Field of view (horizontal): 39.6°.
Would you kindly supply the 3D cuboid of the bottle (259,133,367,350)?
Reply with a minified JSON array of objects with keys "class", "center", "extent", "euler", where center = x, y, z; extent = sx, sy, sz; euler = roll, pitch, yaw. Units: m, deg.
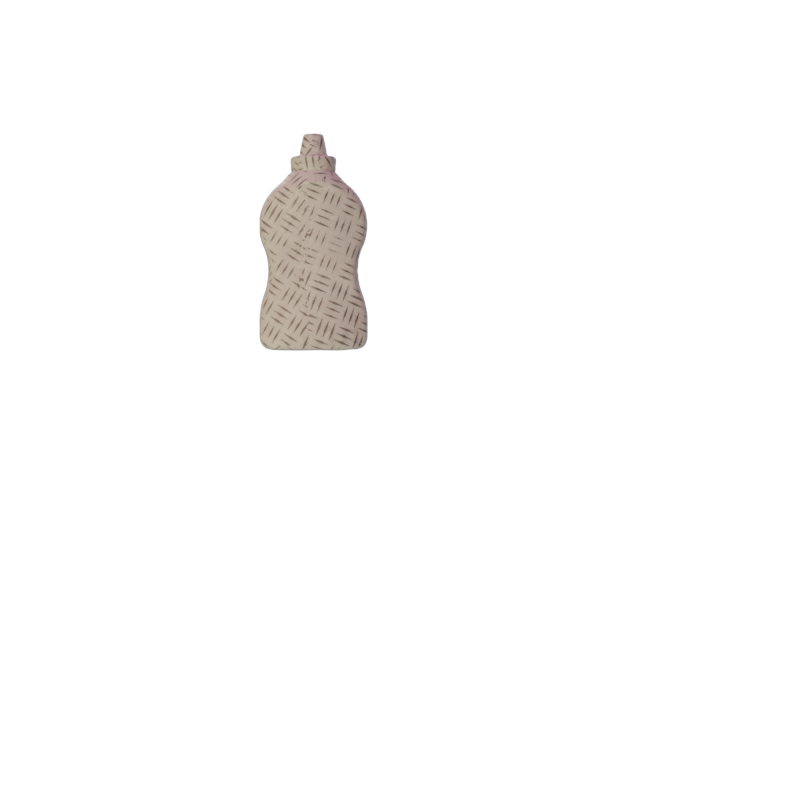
[{"class":"bottle","center":[-0.077,-0.141,0.990],"extent":[0.096,0.192,0.058],"euler":[0,-1,-4]}]
